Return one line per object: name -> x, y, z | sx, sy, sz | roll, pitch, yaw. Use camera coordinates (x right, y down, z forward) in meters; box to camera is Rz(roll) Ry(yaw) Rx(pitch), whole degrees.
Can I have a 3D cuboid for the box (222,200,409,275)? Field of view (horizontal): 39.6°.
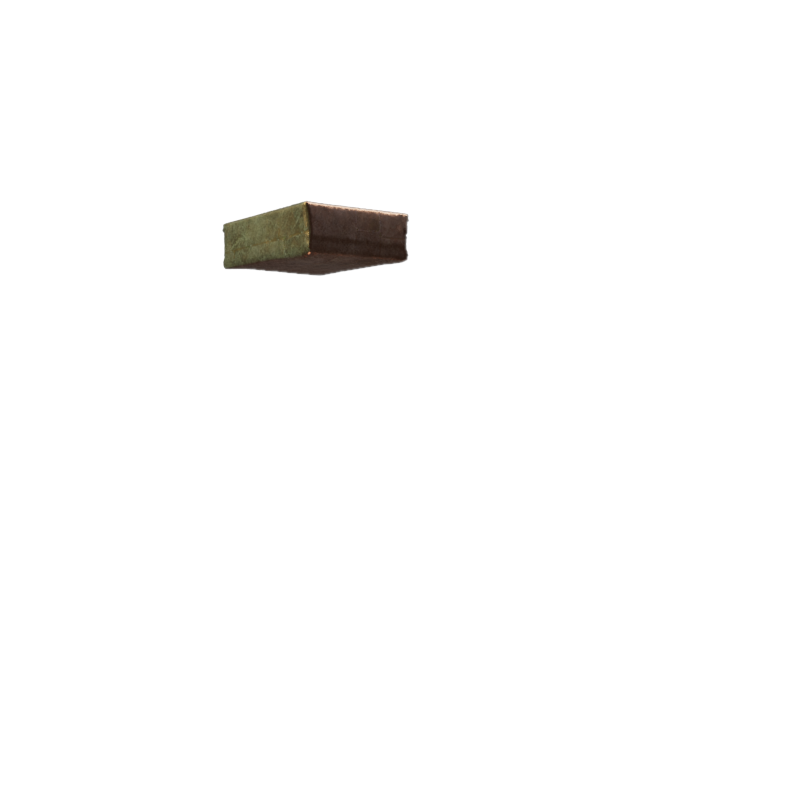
box -> -0.063, -0.114, 0.801 | 0.086, 0.039, 0.117 | 0, 1, -38
